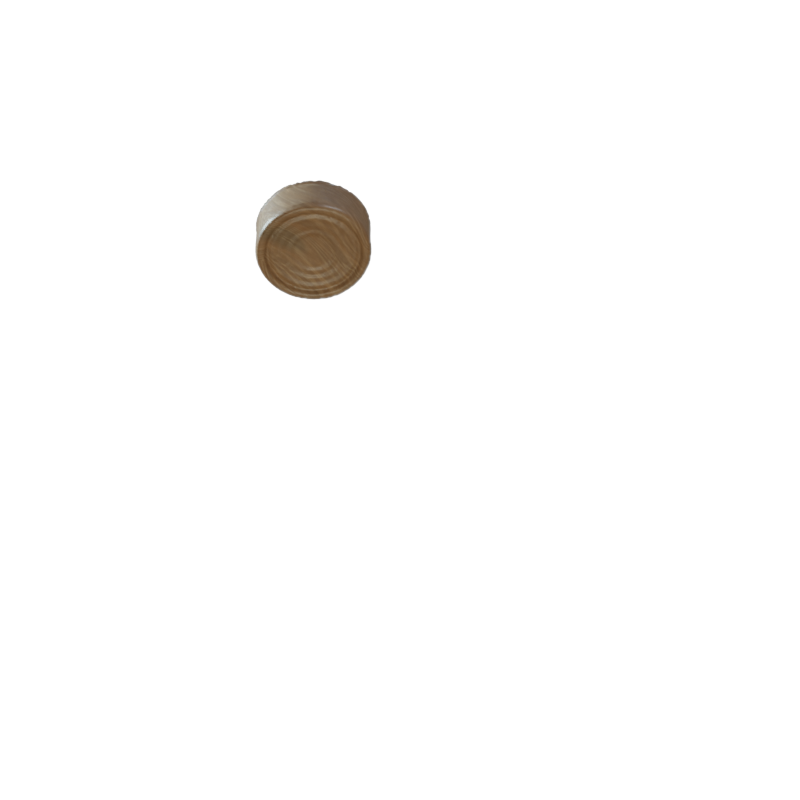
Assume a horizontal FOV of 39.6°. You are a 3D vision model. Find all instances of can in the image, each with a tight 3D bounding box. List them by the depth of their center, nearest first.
[{"bbox_3d":[-0.064,-0.116,0.814,0.086,0.080,0.036,1,38,-1],"label":"can"}]
